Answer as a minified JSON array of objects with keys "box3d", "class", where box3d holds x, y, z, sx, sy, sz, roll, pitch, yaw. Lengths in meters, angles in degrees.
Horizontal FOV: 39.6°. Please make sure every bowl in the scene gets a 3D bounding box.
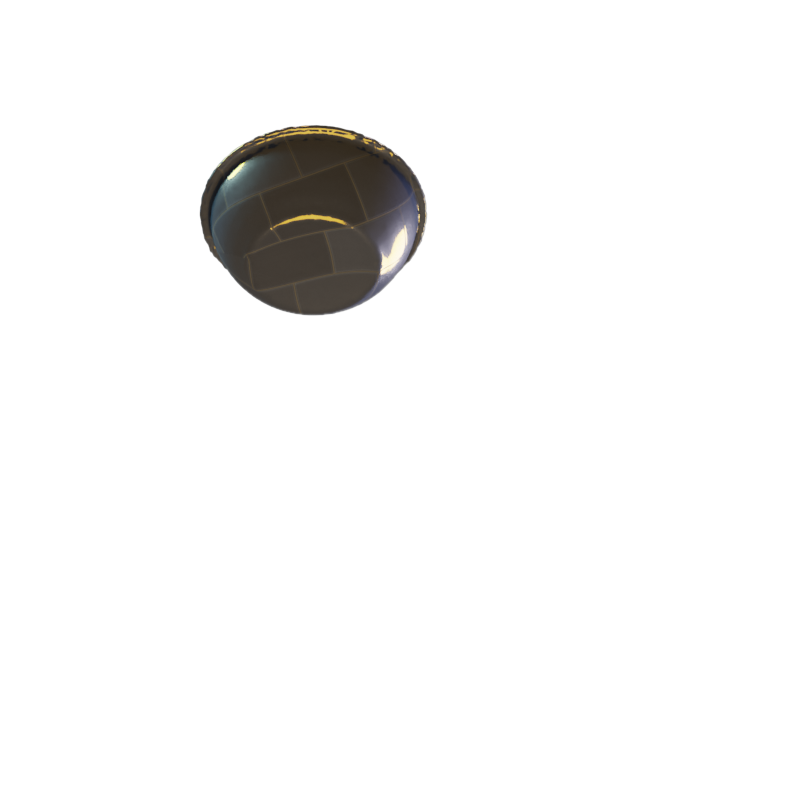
[{"box3d":[-0.060,-0.110,0.770,0.162,0.151,0.059,1,44,-1],"class":"bowl"}]
